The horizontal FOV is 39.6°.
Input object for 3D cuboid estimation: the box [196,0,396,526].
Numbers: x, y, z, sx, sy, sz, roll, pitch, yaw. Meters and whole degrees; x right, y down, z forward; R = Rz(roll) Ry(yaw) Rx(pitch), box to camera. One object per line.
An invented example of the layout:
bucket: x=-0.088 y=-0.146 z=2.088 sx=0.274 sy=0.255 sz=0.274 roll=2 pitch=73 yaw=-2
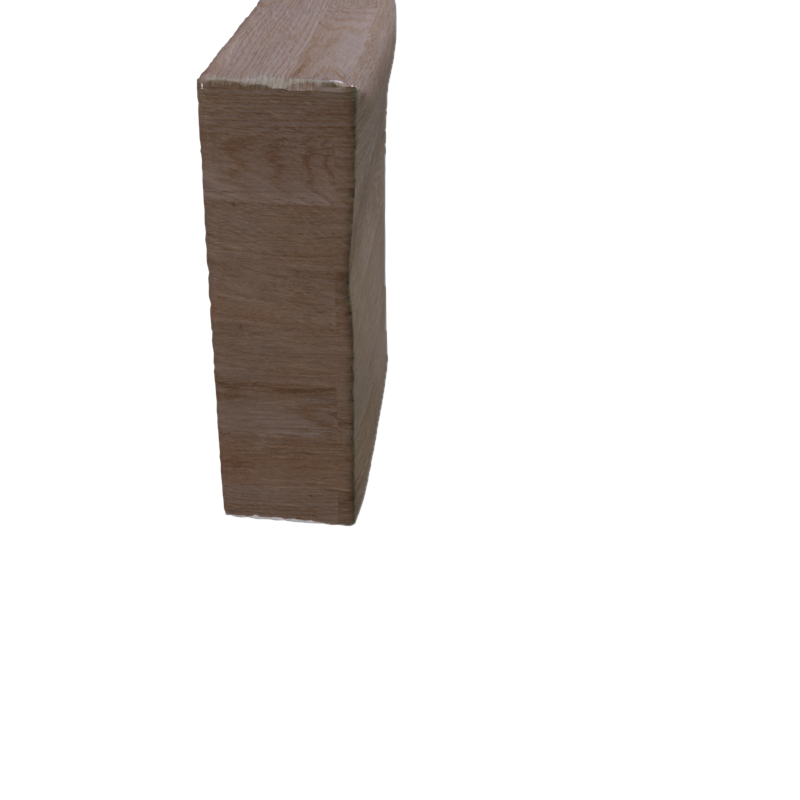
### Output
box: x=-0.042 y=-0.076 z=0.536 sx=0.072 sy=0.202 sz=0.173 roll=4 pitch=30 yaw=3
